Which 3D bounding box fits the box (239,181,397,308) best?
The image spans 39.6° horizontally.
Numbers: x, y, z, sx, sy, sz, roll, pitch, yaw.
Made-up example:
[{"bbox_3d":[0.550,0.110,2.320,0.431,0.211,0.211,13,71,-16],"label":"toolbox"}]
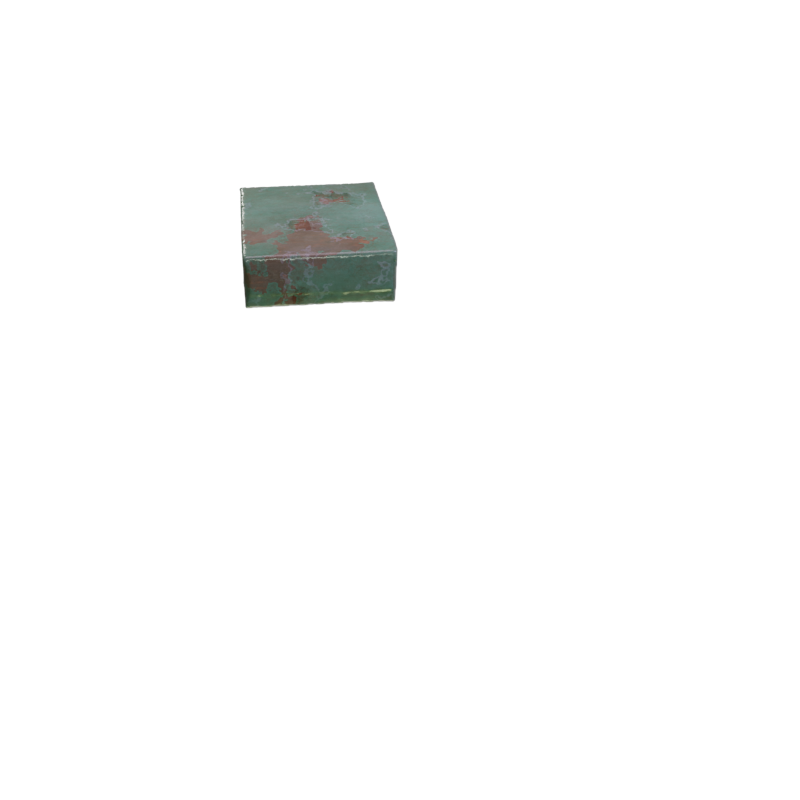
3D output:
[{"bbox_3d":[-0.054,-0.098,0.686,0.089,0.037,0.121,-3,29,-6],"label":"box"}]
